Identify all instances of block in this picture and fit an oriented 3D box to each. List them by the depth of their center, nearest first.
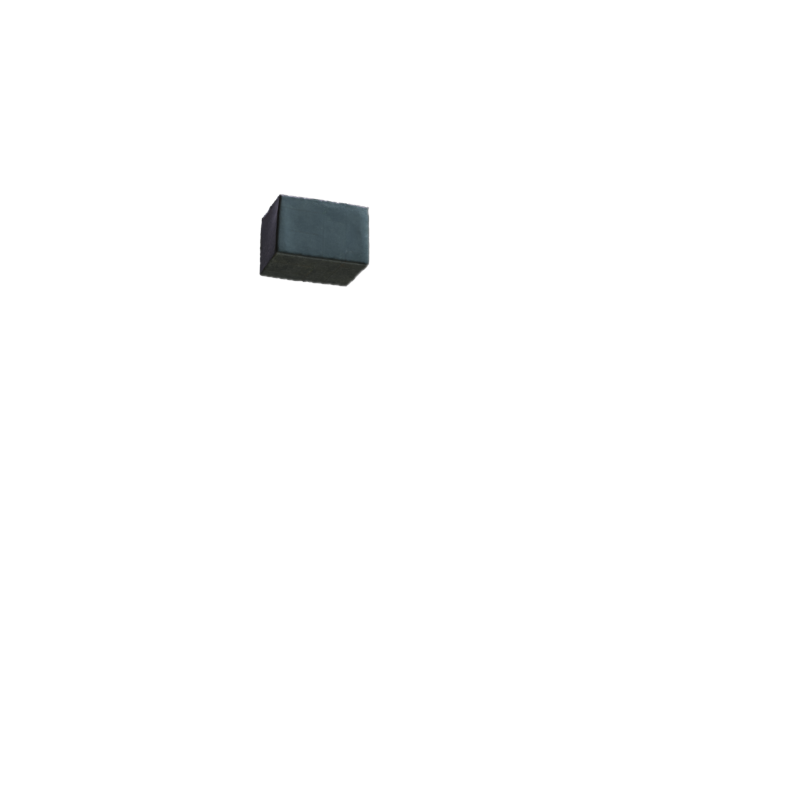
[{"bbox_3d":[-0.069,-0.127,0.887,0.076,0.054,0.052,6,-21,-19],"label":"block"}]
